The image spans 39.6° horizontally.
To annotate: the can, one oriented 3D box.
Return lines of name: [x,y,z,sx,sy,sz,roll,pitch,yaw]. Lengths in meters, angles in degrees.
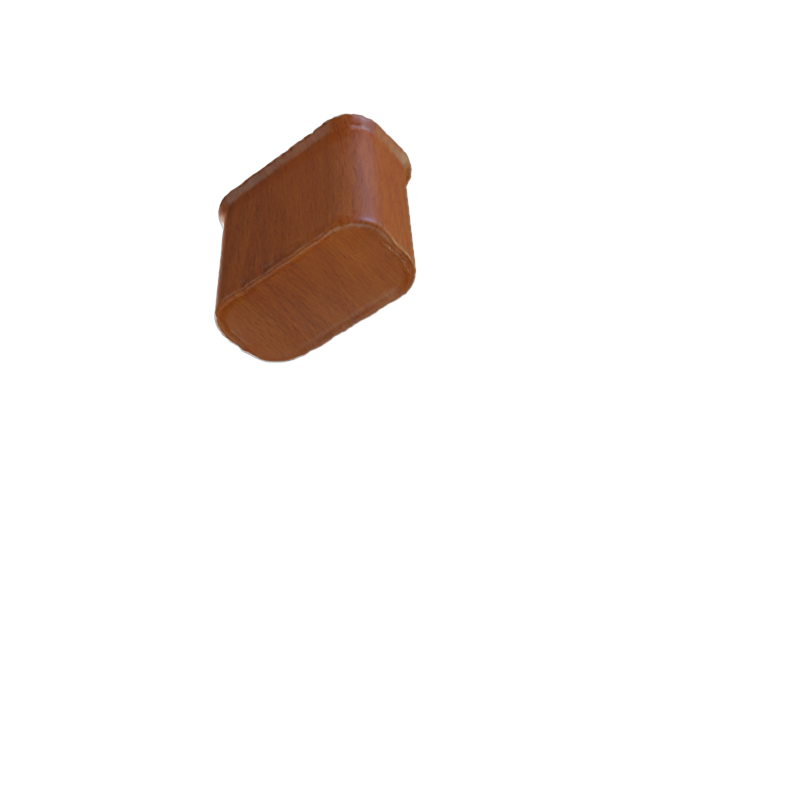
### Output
can: [-0.042,-0.076,0.534,0.101,0.090,0.054,-31,-53,24]
